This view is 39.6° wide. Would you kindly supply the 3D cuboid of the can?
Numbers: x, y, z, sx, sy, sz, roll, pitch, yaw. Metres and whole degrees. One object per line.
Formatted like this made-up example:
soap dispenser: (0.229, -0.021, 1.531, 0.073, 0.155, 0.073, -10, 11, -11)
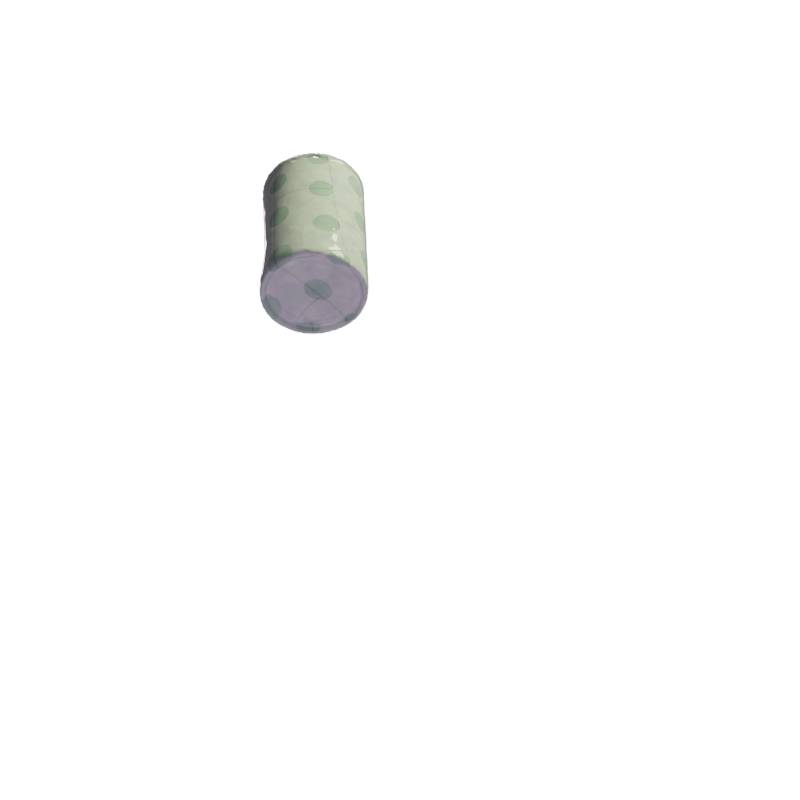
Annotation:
can: (-0.055, -0.101, 0.705, 0.068, 0.064, 0.110, -1, 43, -3)
